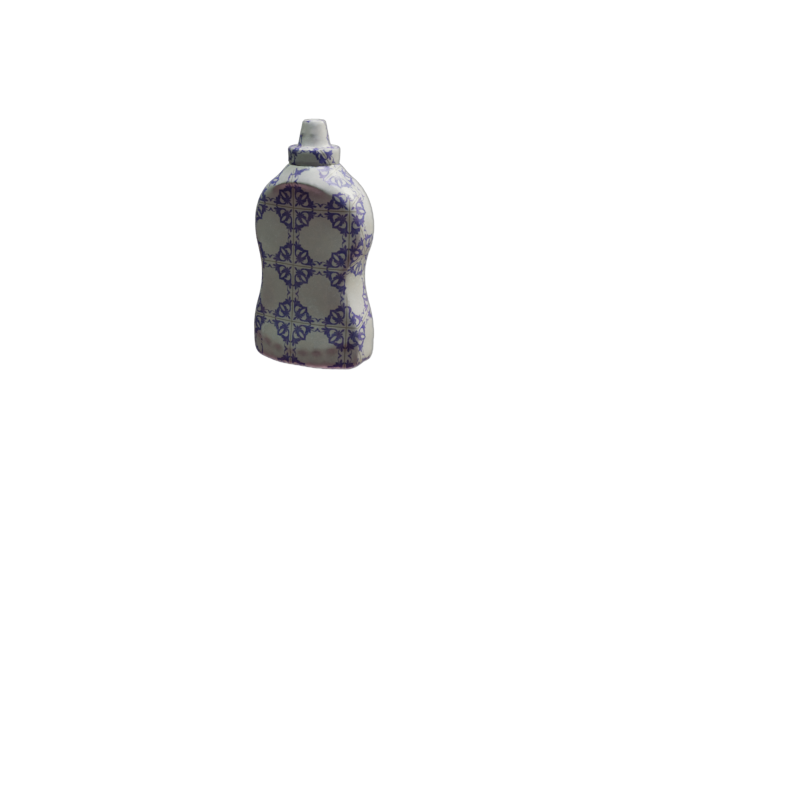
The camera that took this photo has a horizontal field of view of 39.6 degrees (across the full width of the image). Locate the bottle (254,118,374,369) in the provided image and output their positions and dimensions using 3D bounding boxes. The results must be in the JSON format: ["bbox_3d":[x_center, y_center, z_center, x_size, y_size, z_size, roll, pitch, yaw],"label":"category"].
[{"bbox_3d":[-0.068,-0.125,0.872,0.100,0.186,0.058,8,15,27],"label":"bottle"}]
